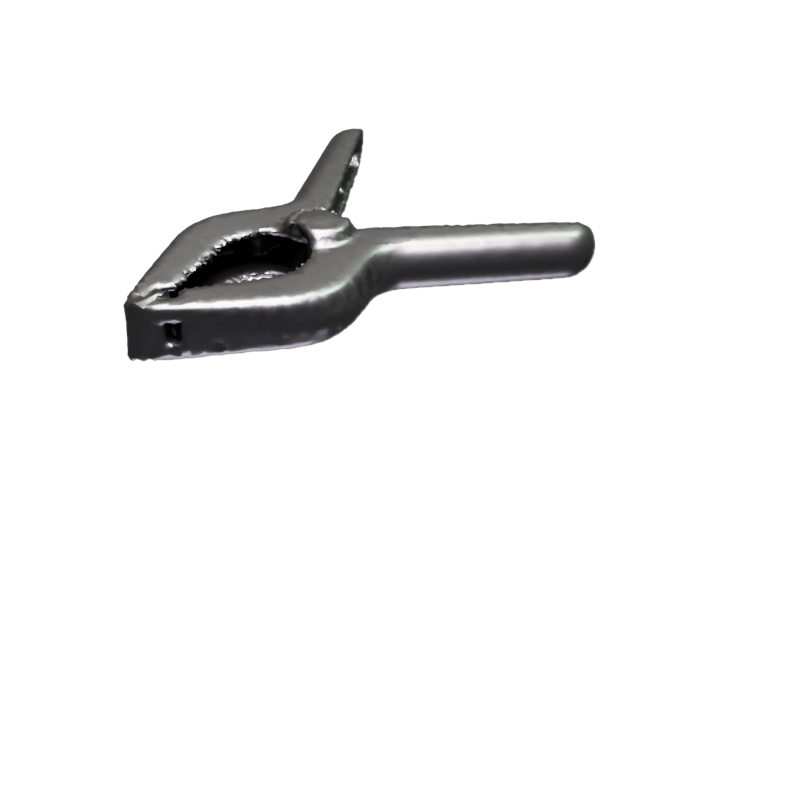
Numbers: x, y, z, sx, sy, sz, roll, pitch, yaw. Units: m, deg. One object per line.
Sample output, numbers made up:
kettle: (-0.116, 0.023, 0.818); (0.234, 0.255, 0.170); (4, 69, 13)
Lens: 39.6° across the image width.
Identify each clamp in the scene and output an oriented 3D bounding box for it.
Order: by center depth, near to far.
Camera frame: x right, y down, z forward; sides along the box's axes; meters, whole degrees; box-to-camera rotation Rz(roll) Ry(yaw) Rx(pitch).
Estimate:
clamp: (-0.040, -0.073, 0.509); (0.208, 0.034, 0.177); (-23, 40, -30)
